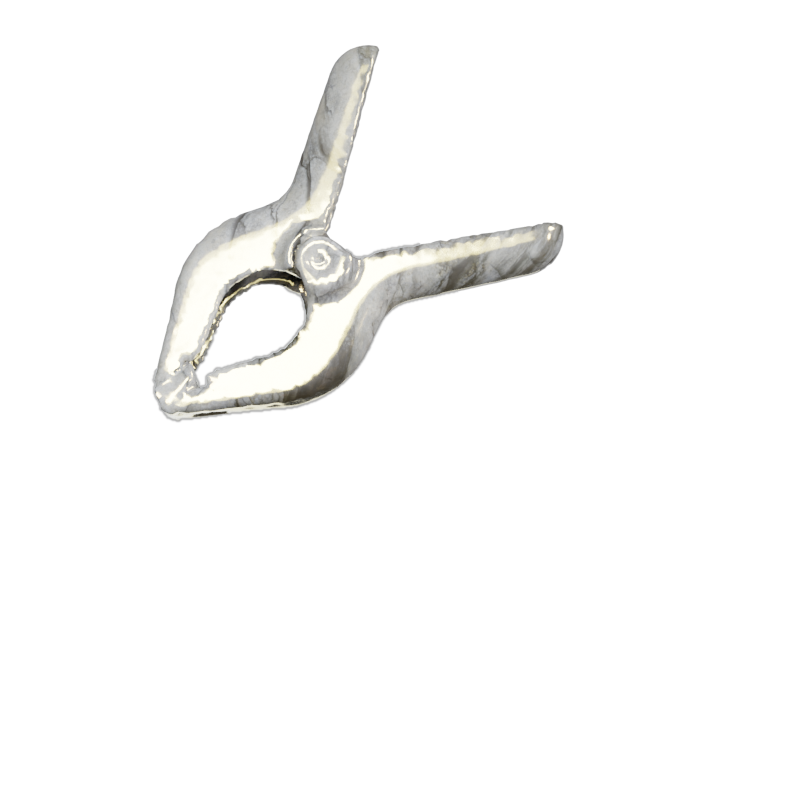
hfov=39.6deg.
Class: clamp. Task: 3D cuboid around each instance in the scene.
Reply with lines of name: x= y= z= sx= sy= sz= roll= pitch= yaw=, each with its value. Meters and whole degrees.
clamp: x=-0.035 y=-0.063 z=0.441 sx=0.172 sy=0.126 sz=0.037 roll=-33 pitch=-18 yaw=-13
